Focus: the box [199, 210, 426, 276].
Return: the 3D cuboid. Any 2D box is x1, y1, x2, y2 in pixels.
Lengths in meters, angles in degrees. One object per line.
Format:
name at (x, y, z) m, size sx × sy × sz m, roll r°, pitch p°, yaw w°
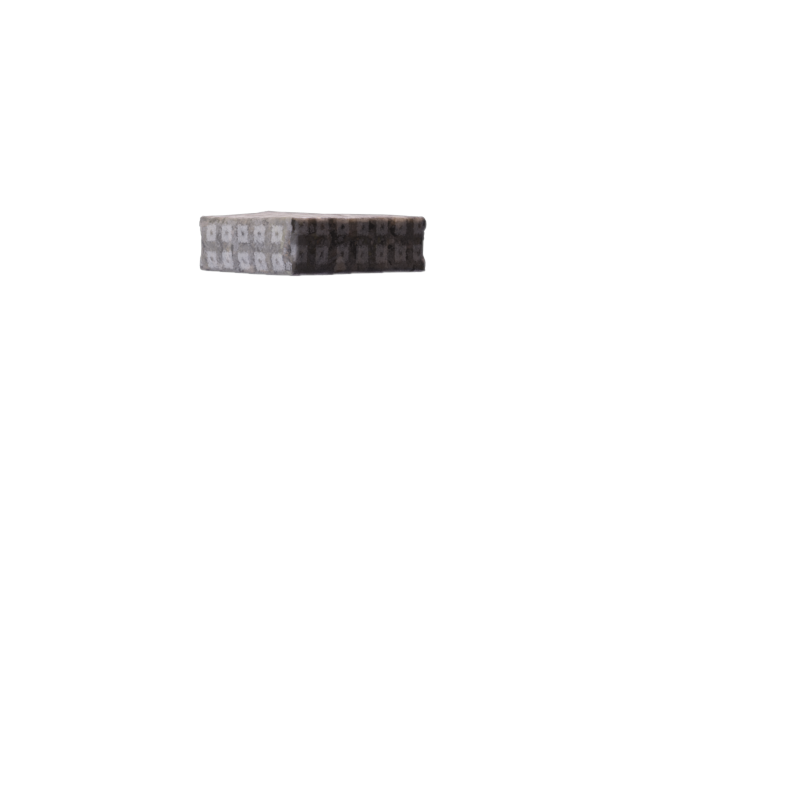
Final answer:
box at (-0.043, -0.078, 0.547) m, size 0.086 × 0.030 × 0.076 m, roll -8°, pitch 12°, yaw -42°
